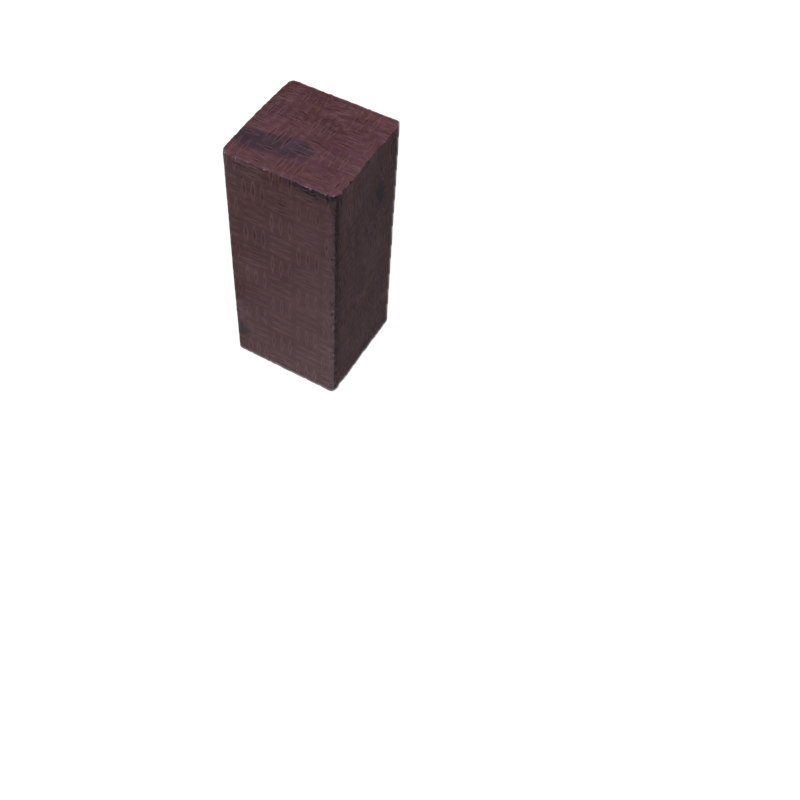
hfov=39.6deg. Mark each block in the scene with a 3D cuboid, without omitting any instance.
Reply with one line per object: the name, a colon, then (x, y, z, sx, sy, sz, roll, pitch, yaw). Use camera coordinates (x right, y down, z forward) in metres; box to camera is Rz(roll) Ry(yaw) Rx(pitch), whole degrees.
block: (-0.064, -0.115, 0.806, 0.094, 0.093, 0.192, 26, -36, 16)
